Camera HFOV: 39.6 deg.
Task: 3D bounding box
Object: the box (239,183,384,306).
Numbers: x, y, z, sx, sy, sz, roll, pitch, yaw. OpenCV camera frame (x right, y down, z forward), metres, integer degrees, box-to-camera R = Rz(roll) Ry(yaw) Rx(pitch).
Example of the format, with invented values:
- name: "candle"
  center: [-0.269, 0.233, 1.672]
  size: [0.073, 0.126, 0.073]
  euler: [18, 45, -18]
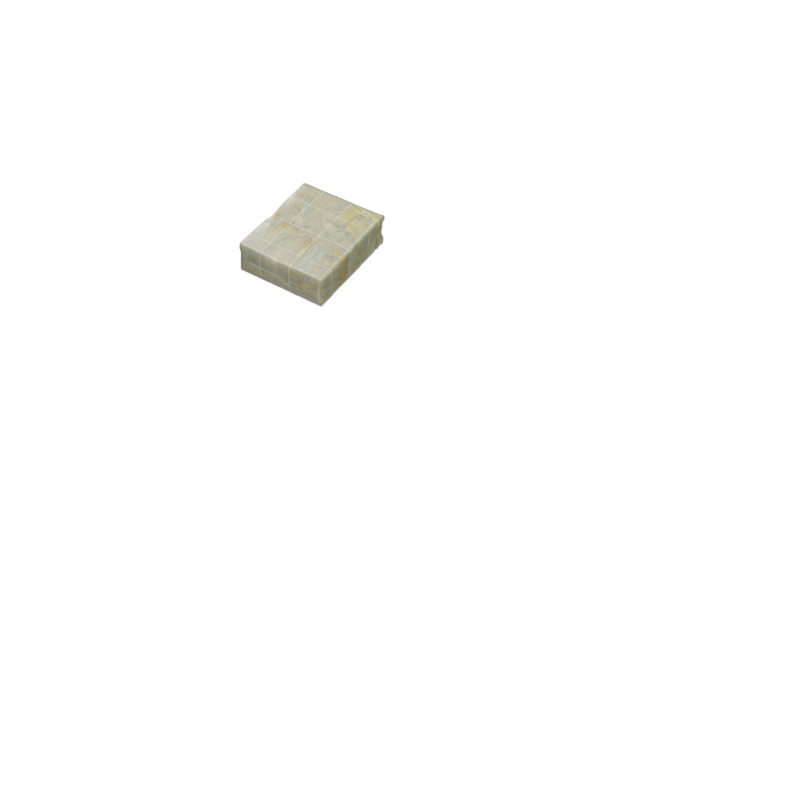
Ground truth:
- name: "box"
  center: [-0.064, -0.118, 0.824]
  size: [0.077, 0.028, 0.091]
  euler: [24, 50, 21]
